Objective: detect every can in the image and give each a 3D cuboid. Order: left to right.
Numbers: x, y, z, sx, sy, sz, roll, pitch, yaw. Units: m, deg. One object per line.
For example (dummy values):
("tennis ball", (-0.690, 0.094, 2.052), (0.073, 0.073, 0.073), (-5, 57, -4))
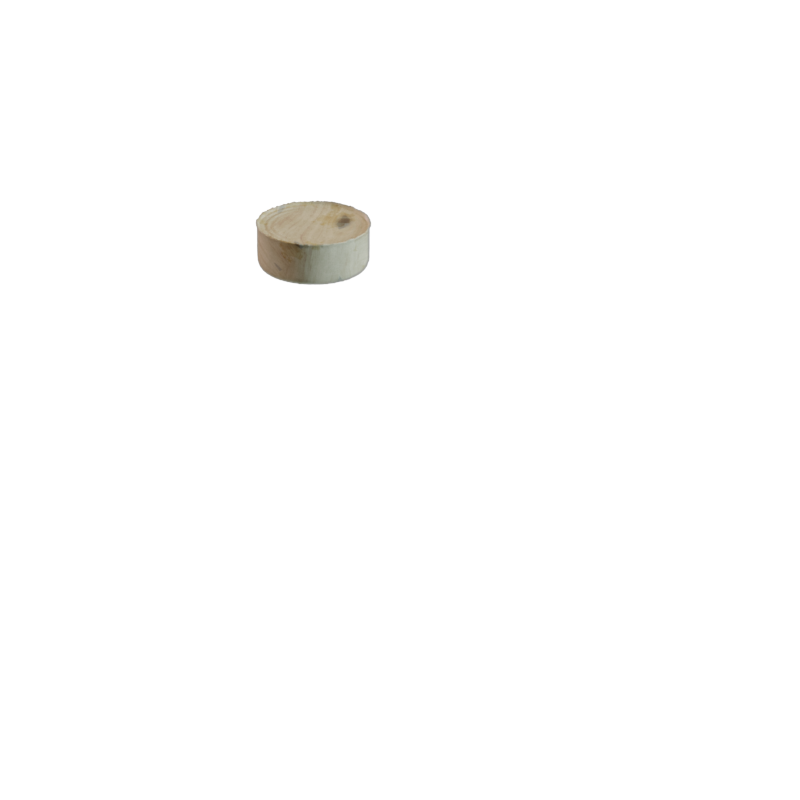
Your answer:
("can", (-0.065, -0.119, 0.831), (0.086, 0.032, 0.091), (-1, 29, -2))
